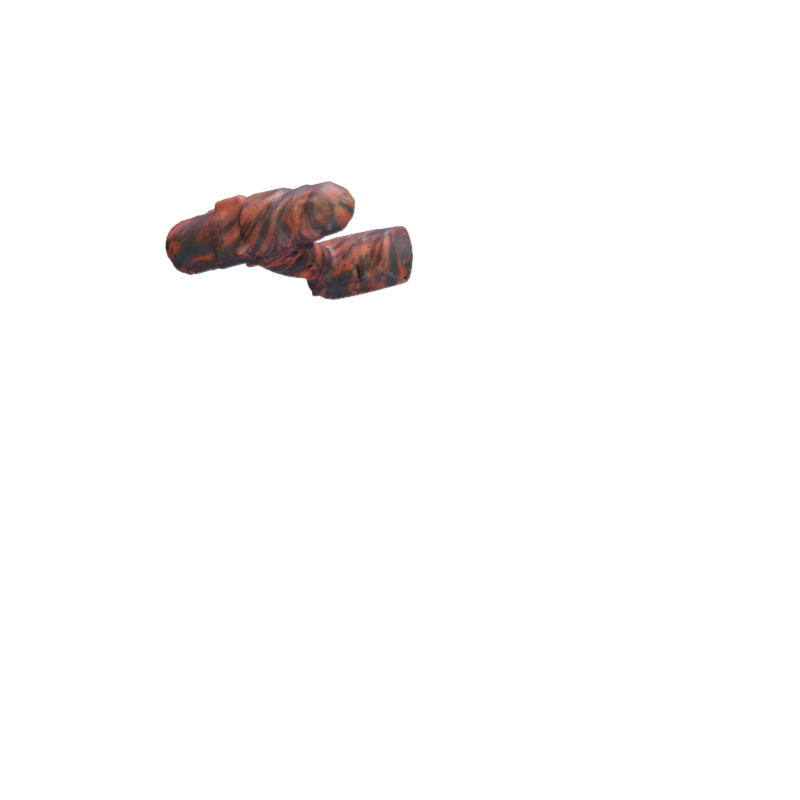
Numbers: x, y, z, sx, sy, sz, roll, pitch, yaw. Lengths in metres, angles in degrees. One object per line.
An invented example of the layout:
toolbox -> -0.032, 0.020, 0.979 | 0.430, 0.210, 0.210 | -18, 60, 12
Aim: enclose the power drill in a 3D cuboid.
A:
power drill -> -0.072, -0.132, 0.922 | 0.189, 0.059, 0.178 | -6, -10, 38
